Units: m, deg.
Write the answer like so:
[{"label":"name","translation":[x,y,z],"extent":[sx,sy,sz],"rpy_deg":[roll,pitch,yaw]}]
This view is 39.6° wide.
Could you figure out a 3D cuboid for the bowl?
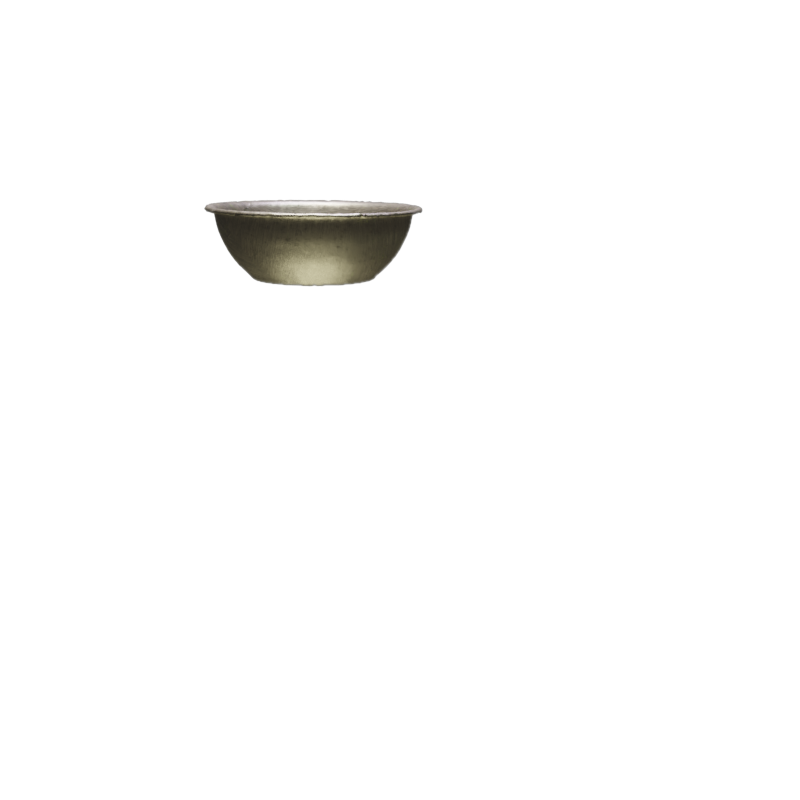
[{"label":"bowl","translation":[-0.064,-0.118,0.823],"extent":[0.162,0.054,0.166],"rpy_deg":[0,12,-2]}]
